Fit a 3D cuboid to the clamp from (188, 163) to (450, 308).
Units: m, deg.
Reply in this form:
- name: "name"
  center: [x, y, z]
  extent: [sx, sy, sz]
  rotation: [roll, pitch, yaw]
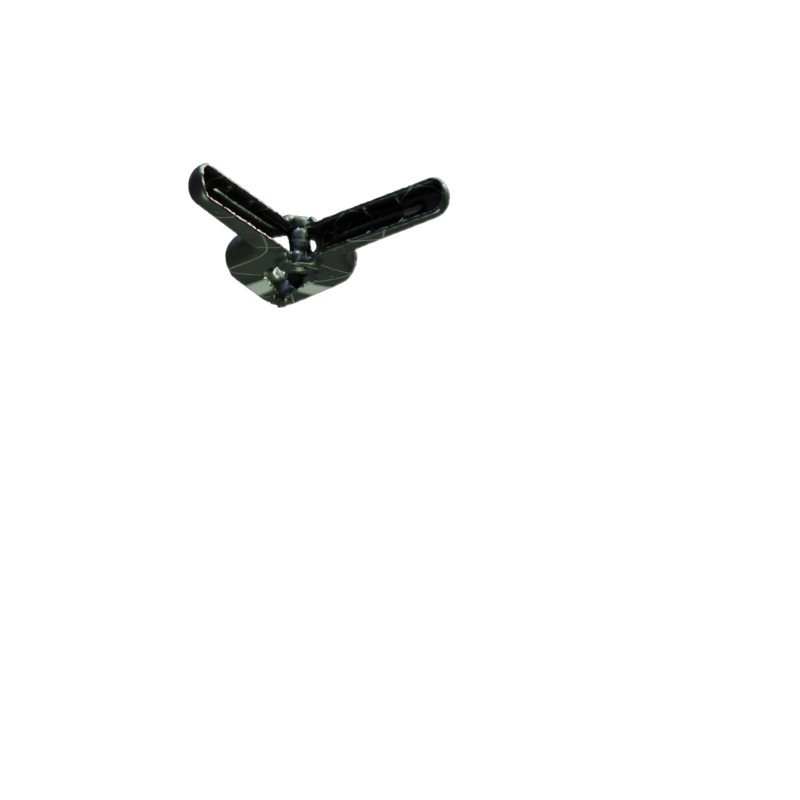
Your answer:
- name: "clamp"
  center: [-0.060, -0.110, 0.769]
  extent: [0.163, 0.038, 0.202]
  rotation: [1, -15, -6]
